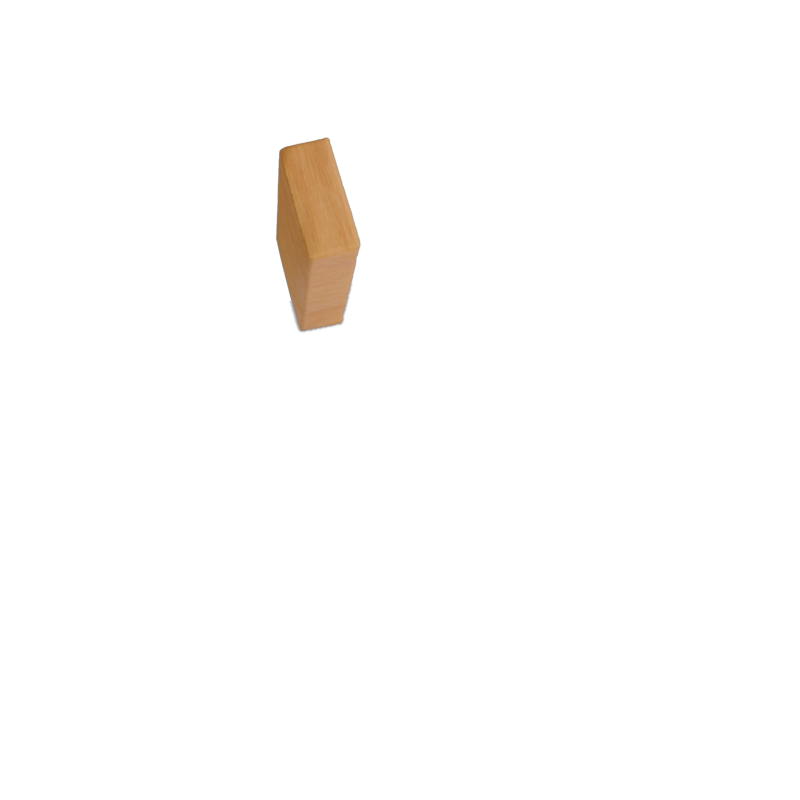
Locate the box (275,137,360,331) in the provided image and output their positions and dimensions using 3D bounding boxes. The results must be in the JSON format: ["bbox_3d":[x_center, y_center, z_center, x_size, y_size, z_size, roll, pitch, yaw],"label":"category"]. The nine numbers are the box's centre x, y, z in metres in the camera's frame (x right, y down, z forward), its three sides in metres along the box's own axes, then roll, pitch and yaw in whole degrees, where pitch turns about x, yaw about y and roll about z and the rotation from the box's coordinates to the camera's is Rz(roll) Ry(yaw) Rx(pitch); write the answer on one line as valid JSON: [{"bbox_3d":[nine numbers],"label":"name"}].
[{"bbox_3d":[-0.069,-0.125,0.877,0.048,0.098,0.169,-14,-15,-8],"label":"box"}]
